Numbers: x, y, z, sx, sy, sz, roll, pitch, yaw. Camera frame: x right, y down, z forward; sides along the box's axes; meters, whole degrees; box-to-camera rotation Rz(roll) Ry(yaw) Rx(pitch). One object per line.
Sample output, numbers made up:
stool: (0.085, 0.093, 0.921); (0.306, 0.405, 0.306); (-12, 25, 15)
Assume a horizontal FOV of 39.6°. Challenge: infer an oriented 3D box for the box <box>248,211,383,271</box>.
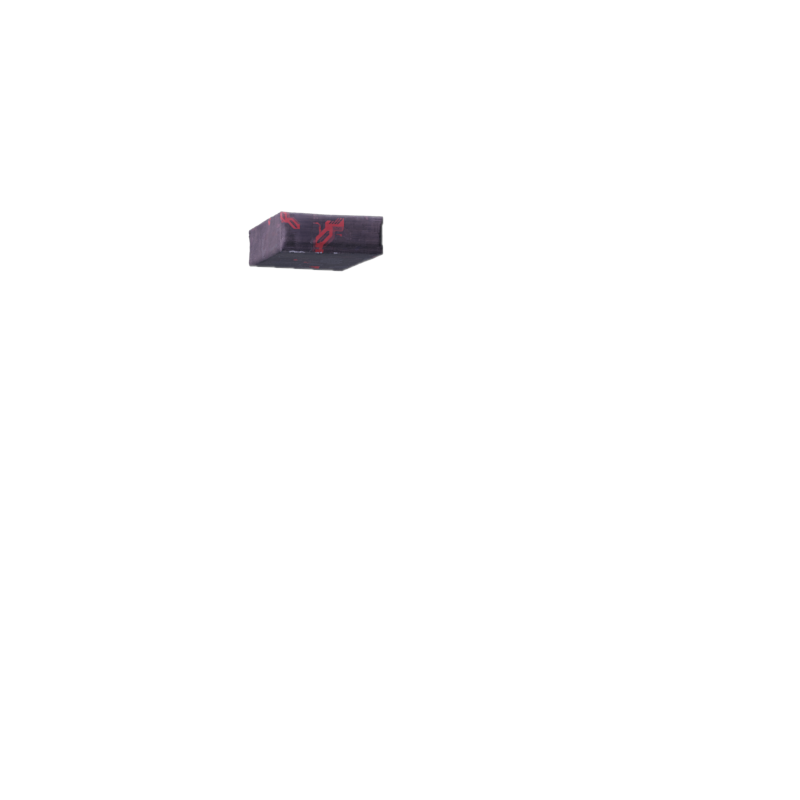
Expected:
box: (-0.061, -0.111, 0.775); (0.071, 0.031, 0.090); (0, -1, -20)
